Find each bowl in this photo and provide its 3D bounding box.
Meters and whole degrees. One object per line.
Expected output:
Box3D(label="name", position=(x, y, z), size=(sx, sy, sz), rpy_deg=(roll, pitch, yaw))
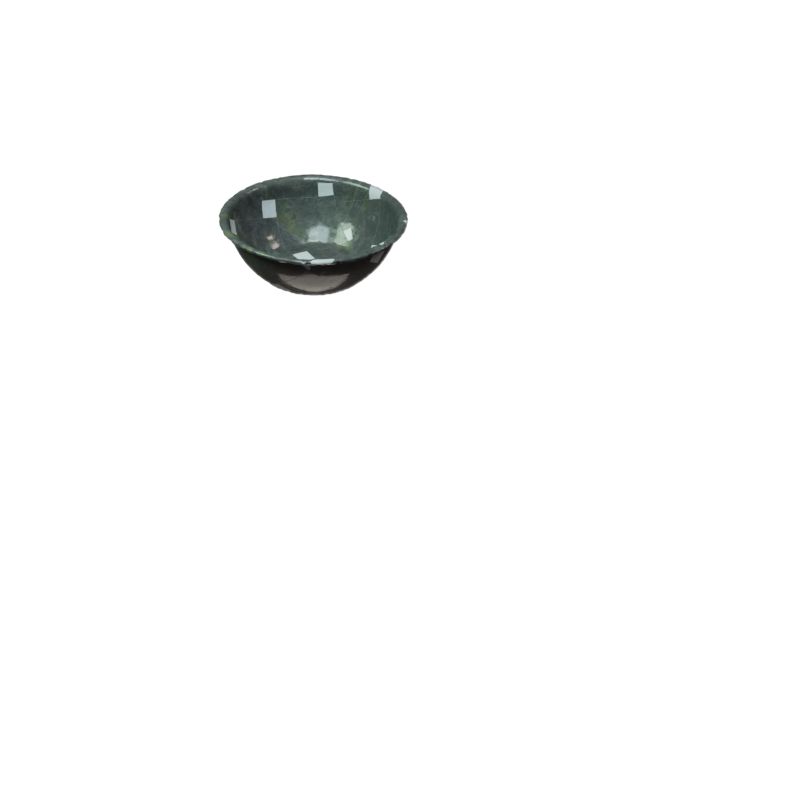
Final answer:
Box3D(label="bowl", position=(-0.075, -0.137, 0.961), size=(0.162, 0.052, 0.173), rpy_deg=(-1, 35, -2))
